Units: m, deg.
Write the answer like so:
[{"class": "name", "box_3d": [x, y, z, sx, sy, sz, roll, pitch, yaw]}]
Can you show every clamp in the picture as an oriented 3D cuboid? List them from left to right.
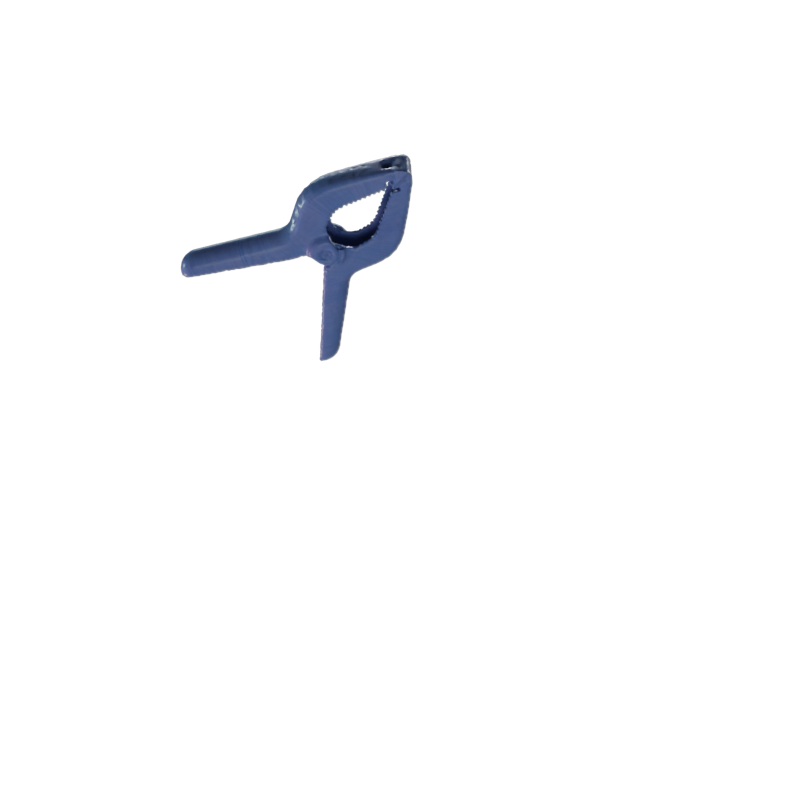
[{"class": "clamp", "box_3d": [-0.072, -0.132, 0.922, 0.158, 0.039, 0.205, 27, -55, -21]}]
